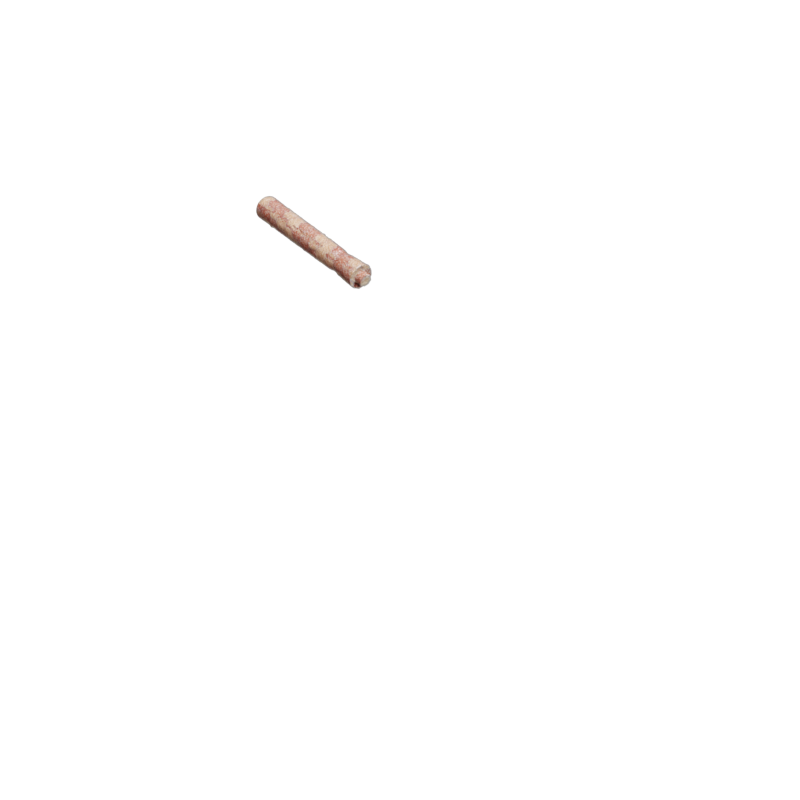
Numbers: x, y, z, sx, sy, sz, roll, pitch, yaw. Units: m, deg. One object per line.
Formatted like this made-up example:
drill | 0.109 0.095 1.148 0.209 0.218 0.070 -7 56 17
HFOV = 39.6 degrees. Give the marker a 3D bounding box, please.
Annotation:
marker | -0.061 -0.112 0.785 0.019 0.019 0.130 -3 31 -41
